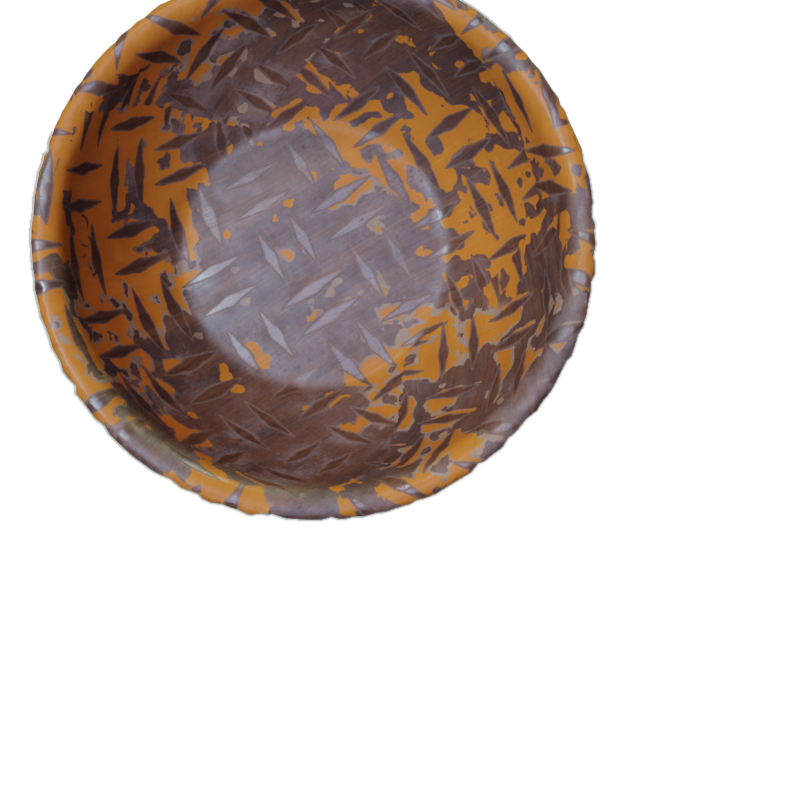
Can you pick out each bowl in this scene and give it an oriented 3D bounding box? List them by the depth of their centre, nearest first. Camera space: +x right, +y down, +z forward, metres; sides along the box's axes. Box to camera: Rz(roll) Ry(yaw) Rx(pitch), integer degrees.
[{"bbox_3d":[-0.027,-0.049,0.340,0.162,0.165,0.054,0,-7,0],"label":"bowl"}]
